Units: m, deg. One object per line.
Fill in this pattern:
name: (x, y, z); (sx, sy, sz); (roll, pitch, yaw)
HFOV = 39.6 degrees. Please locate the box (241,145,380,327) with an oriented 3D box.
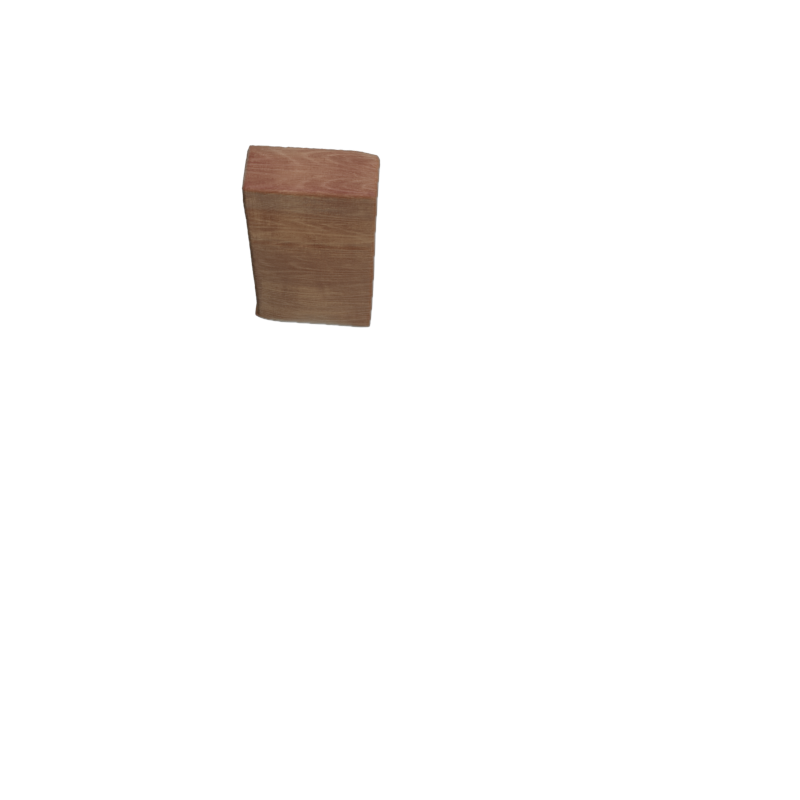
box: (-0.064, -0.117, 0.816); (0.093, 0.051, 0.165); (5, -31, 0)
